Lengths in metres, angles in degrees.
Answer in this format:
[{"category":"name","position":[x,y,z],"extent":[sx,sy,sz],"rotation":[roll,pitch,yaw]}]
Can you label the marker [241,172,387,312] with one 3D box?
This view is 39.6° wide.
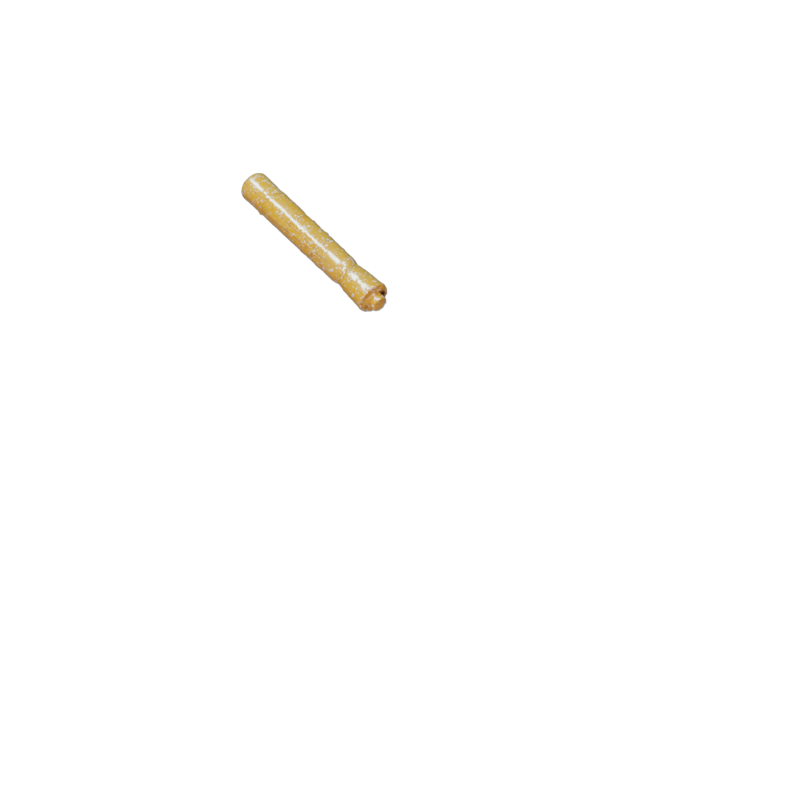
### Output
[{"category":"marker","position":[-0.049,-0.090,0.628],"extent":[0.019,0.019,0.130],"rotation":[-3,39,-46]}]
